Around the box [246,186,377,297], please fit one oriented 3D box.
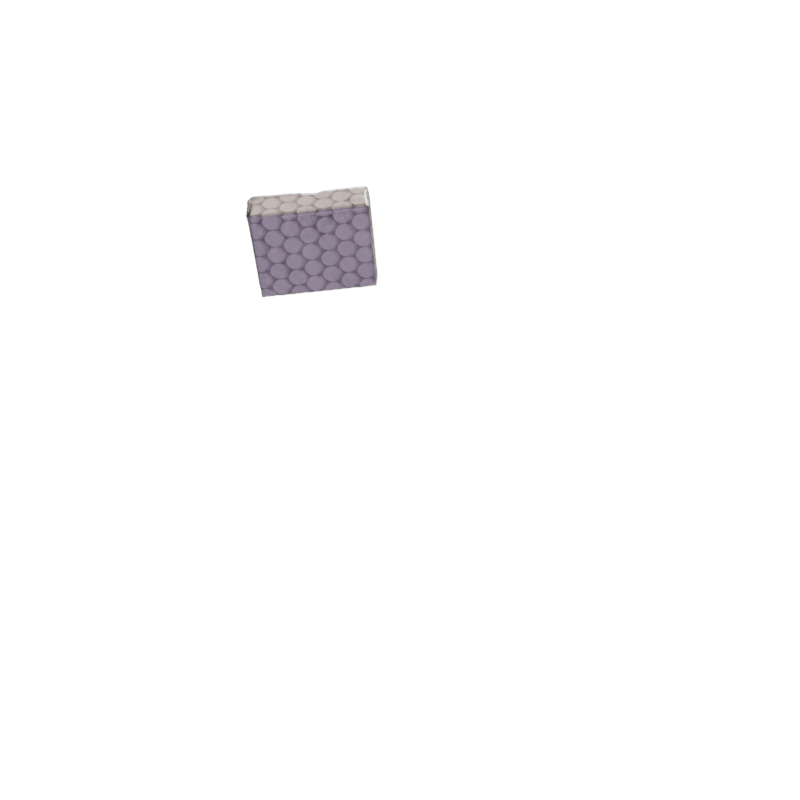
[{"bbox_3d":[-0.064,-0.116,0.815,0.089,0.068,0.032,-5,38,3],"label":"box"}]
